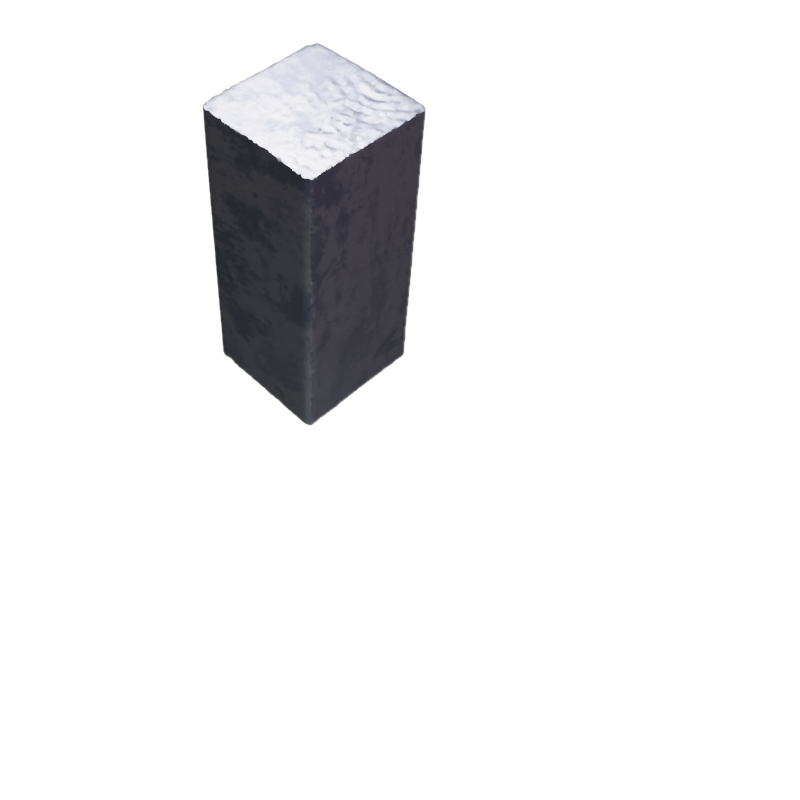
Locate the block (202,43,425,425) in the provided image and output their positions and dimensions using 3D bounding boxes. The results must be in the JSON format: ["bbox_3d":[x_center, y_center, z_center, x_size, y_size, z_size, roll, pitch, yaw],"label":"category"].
[{"bbox_3d":[-0.053,-0.096,0.671,0.096,0.192,0.091,38,57,26],"label":"block"}]
